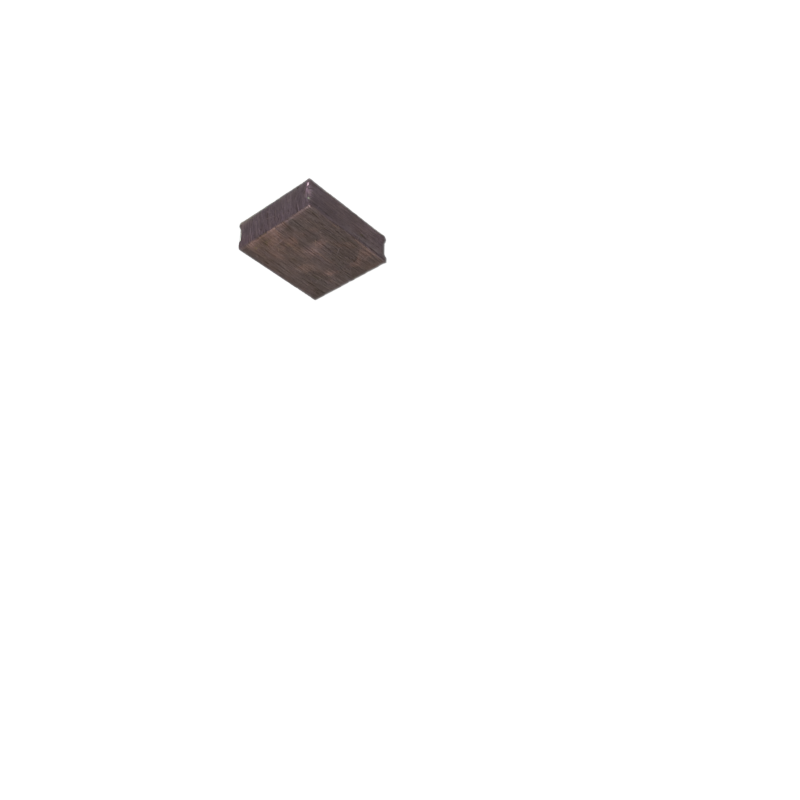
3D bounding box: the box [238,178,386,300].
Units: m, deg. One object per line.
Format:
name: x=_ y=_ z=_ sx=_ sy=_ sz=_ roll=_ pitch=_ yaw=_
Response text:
box: x=-0.065 y=-0.119 z=0.834 sx=0.073 sy=0.032 sz=0.083 roll=-28 pitch=-44 yaw=32
